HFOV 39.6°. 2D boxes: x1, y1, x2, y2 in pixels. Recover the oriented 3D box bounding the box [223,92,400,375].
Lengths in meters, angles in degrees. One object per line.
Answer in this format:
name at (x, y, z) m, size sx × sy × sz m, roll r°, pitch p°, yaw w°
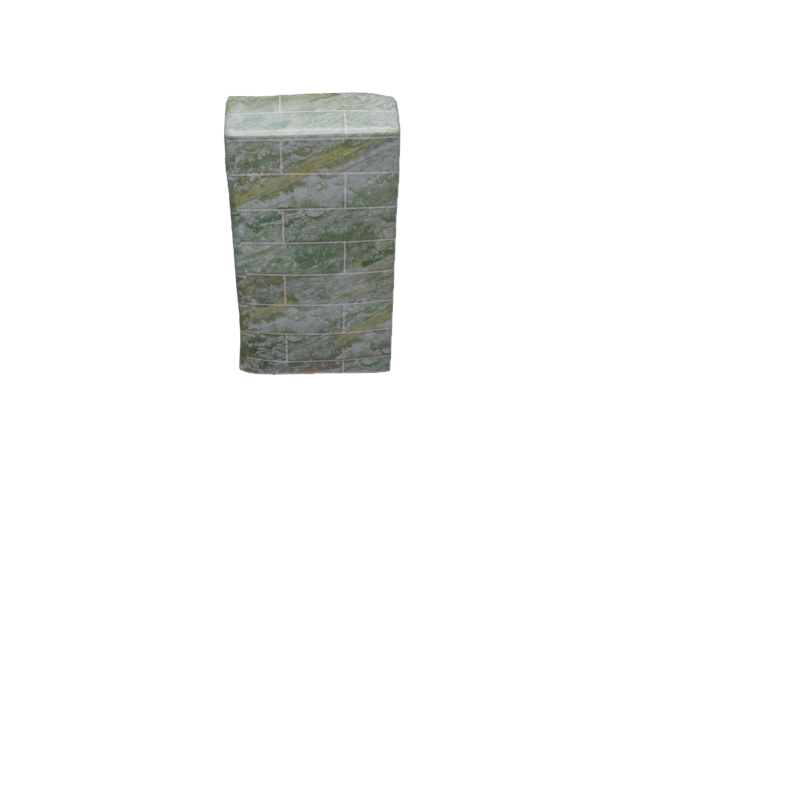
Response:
box at (-0.049, -0.090, 0.632) m, size 0.093 × 0.164 × 0.052 m, roll 0°, pitch 40°, yaw -3°
